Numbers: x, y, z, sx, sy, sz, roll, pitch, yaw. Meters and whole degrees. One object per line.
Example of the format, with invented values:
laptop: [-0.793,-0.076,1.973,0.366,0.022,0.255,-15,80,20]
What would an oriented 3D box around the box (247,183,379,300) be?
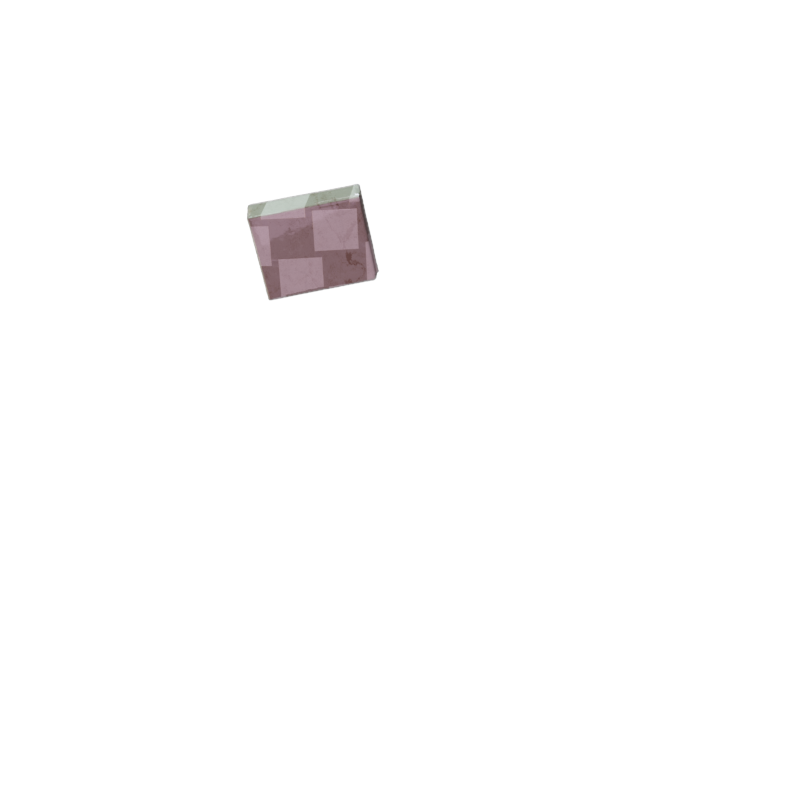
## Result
box: [-0.067,-0.122,0.856,0.090,0.069,0.032,-11,27,5]
